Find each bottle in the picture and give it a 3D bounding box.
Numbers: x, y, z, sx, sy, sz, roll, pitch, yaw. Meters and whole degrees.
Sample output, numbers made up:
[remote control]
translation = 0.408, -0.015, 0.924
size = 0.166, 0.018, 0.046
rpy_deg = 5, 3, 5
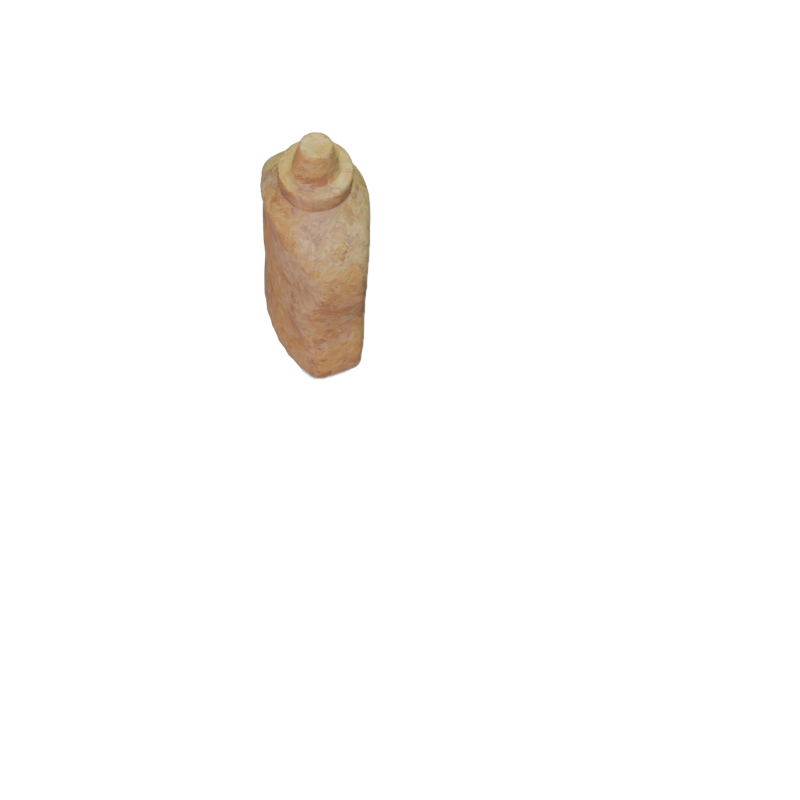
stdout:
[bottle]
translation = -0.050, -0.093, 0.650
size = 0.058, 0.102, 0.181
rpy_deg = -16, -24, -11
